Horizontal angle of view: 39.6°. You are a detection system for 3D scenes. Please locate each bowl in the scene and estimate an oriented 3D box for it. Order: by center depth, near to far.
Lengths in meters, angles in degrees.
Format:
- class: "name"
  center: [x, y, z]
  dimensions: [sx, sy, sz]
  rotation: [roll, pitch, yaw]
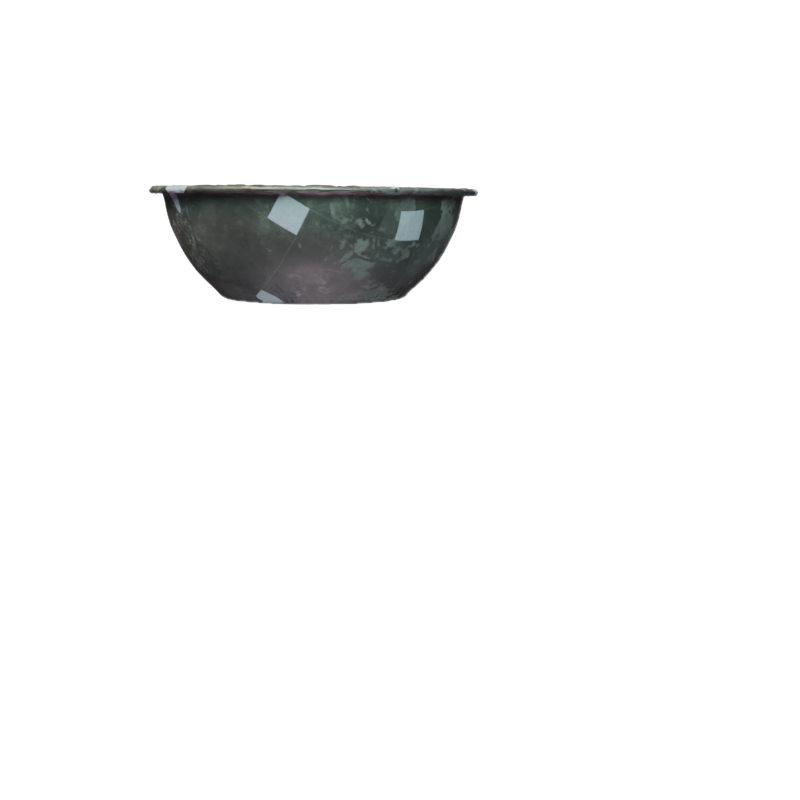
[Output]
- class: "bowl"
  center: [-0.043, -0.078, 0.549]
  dimensions: [0.162, 0.054, 0.165]
  rotation: [0, 9, -2]
